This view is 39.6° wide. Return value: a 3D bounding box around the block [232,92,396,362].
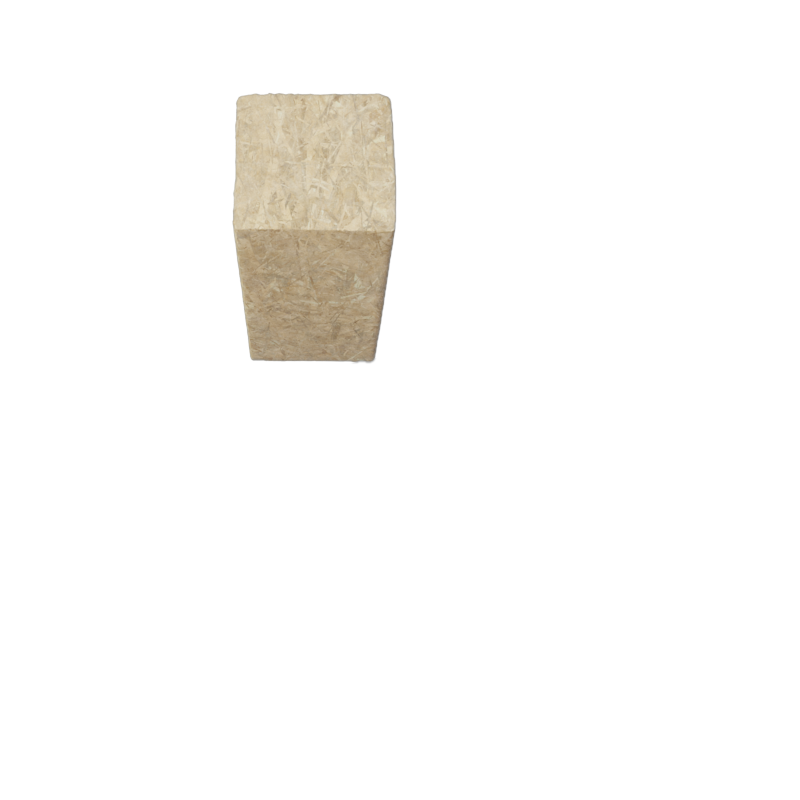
[{"bbox_3d":[-0.055,-0.102,0.707,0.090,0.095,0.196,0,-20,-4],"label":"block"}]
